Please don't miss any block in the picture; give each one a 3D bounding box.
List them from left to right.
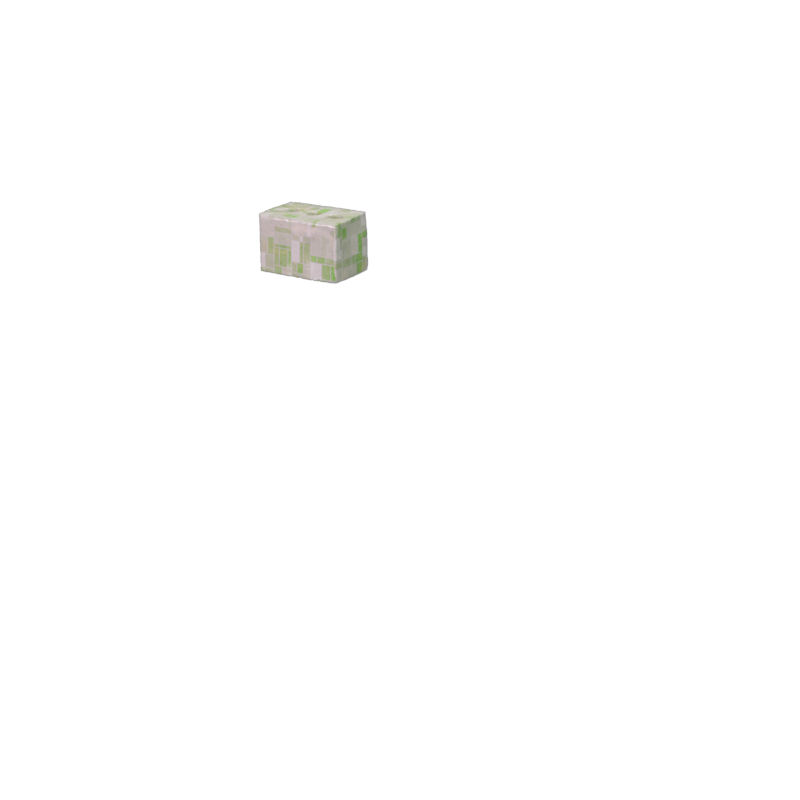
[{"bbox_3d":[-0.073,-0.133,0.929,0.081,0.049,0.053,12,22,28],"label":"block"}]
